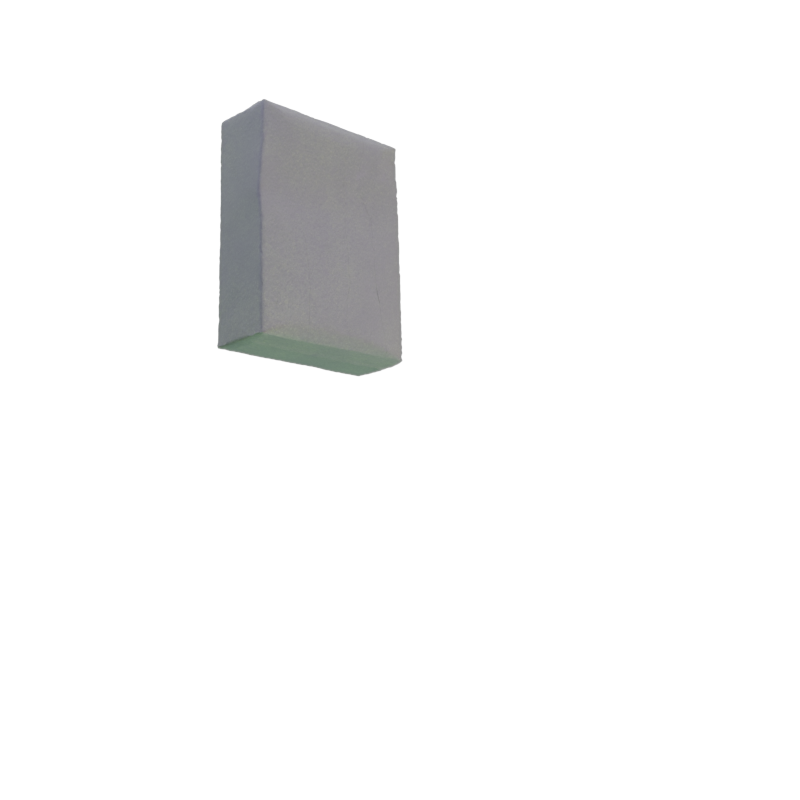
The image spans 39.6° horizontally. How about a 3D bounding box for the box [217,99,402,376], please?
[{"bbox_3d":[-0.077,-0.141,0.987,0.155,0.223,0.072,14,-24,-39],"label":"box"}]
